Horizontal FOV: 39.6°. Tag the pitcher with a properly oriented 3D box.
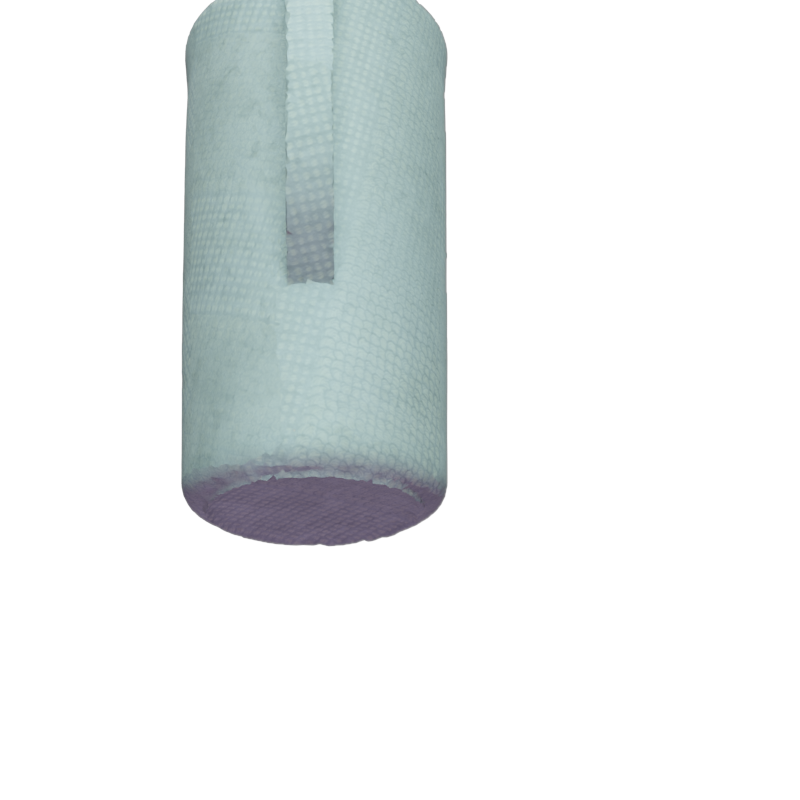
[{"bbox_3d":[-0.039,-0.071,0.498,0.145,0.259,0.140,-25,-36,36],"label":"pitcher"}]
